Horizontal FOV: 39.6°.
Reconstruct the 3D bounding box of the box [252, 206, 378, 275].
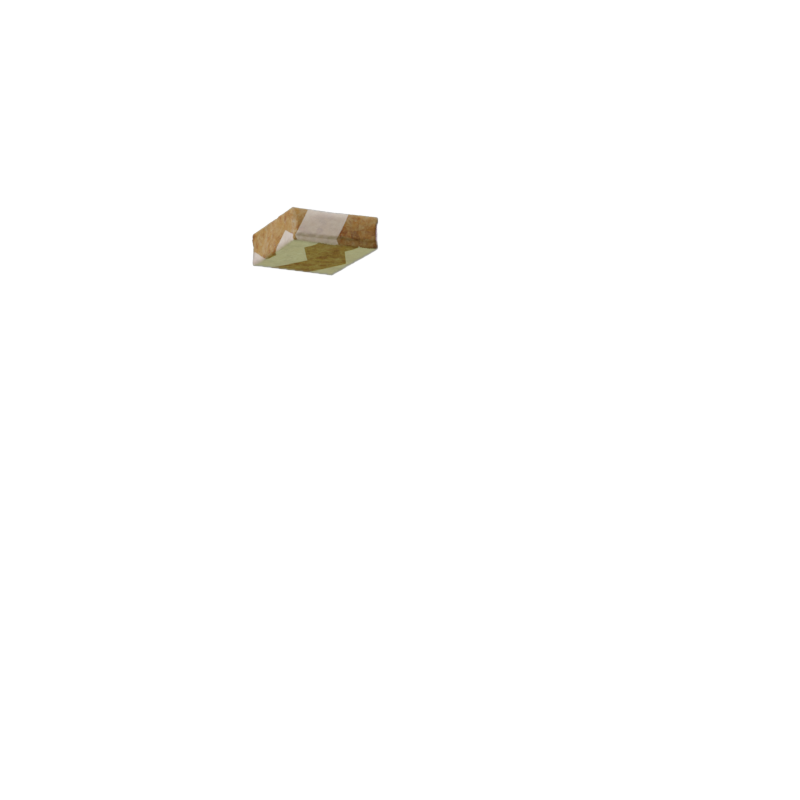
[{"bbox_3d":[-0.069,-0.126,0.882,0.071,0.031,0.090,4,-9,-26],"label":"box"}]
